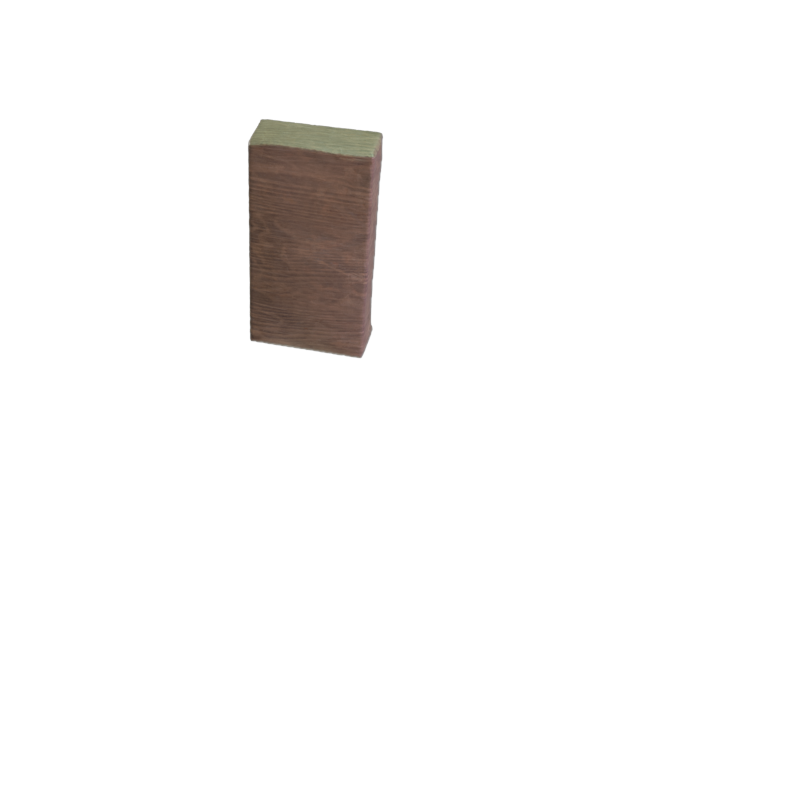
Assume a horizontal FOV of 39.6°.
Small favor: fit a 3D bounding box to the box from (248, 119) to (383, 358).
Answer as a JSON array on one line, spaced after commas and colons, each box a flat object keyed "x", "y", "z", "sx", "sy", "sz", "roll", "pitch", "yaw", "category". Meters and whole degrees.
[{"x": -0.065, "y": -0.118, "z": 0.826, "sx": 0.095, "sy": 0.165, "sz": 0.051, "roll": 9, "pitch": 38, "yaw": 8, "category": "box"}]
